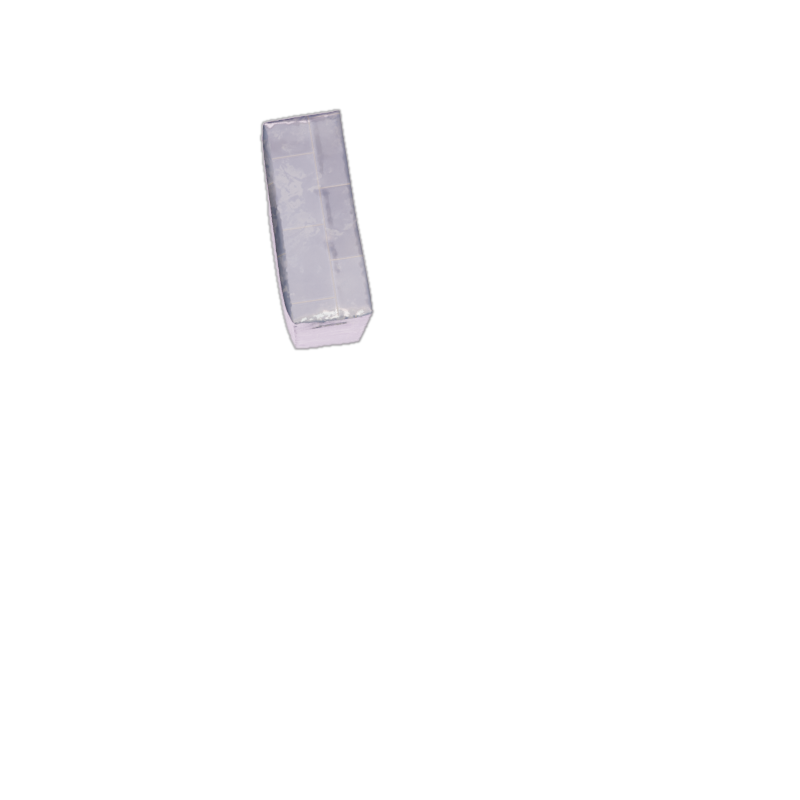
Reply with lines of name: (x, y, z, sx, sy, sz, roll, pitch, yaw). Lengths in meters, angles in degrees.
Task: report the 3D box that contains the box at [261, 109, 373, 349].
box: (-0.074, -0.135, 0.948, 0.072, 0.168, 0.210, -9, -6, -5)
